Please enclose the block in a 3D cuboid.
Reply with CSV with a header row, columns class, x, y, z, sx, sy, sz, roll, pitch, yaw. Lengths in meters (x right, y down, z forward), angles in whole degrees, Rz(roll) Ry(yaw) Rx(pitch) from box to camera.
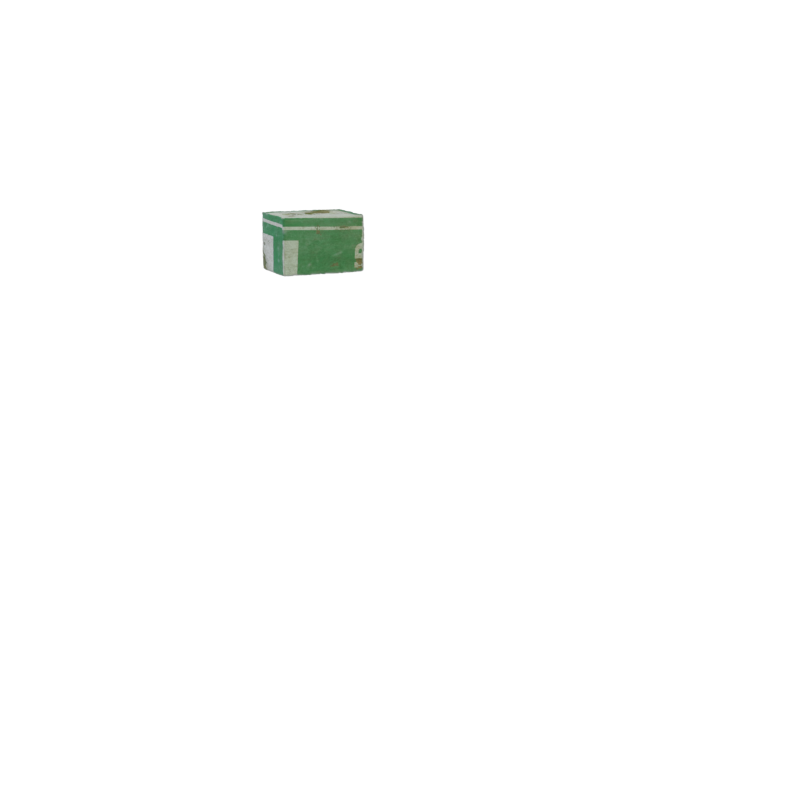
class,x,y,z,sx,sy,sz,roll,pitch,yaw
block,-0.076,-0.139,0.971,0.076,0.050,0.055,-5,12,-24
